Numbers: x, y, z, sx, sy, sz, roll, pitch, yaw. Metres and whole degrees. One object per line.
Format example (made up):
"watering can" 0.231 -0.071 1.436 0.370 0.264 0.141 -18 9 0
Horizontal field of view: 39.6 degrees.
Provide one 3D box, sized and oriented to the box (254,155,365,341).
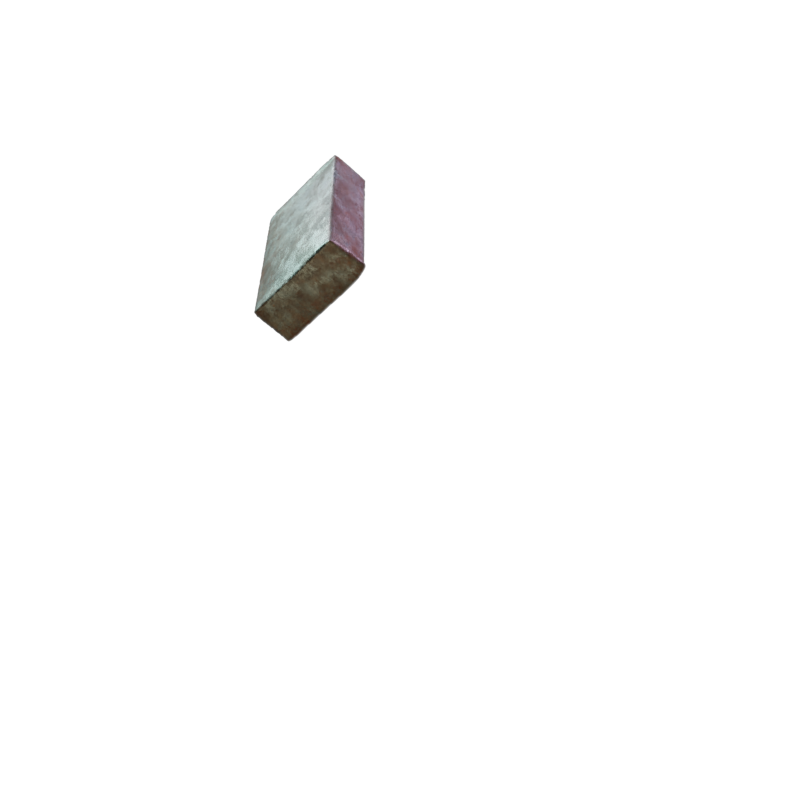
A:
"box" -0.074 -0.135 0.943 0.046 0.092 0.188 39 23 -25
